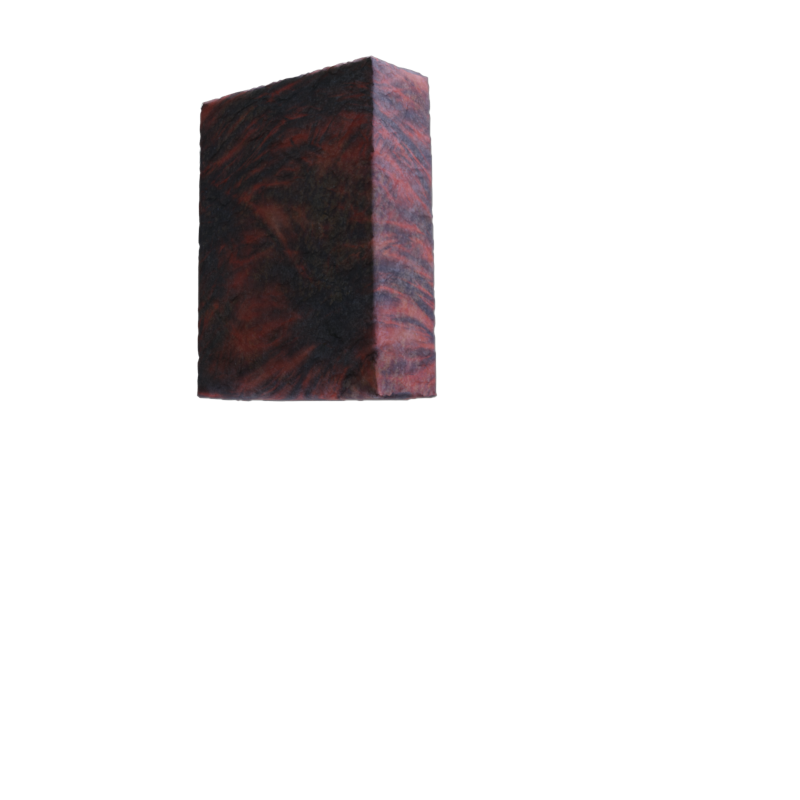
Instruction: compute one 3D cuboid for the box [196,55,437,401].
[{"bbox_3d":[-0.059,-0.107,0.751,0.169,0.218,0.068,-5,-9,40],"label":"box"}]
